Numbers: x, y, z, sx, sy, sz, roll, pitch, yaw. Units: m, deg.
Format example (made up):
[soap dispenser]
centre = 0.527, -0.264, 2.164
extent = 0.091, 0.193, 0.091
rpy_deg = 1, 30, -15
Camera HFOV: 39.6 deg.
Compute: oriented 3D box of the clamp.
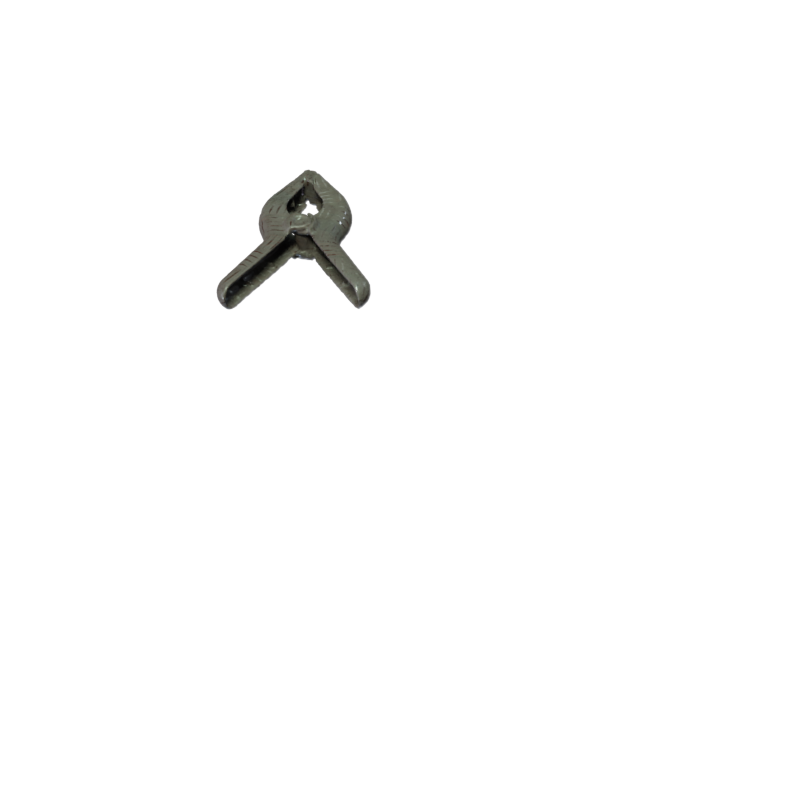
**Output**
[clamp]
centre = -0.072, -0.131, 0.917
extent = 0.122, 0.036, 0.181
rpy_deg = 9, 46, 8
